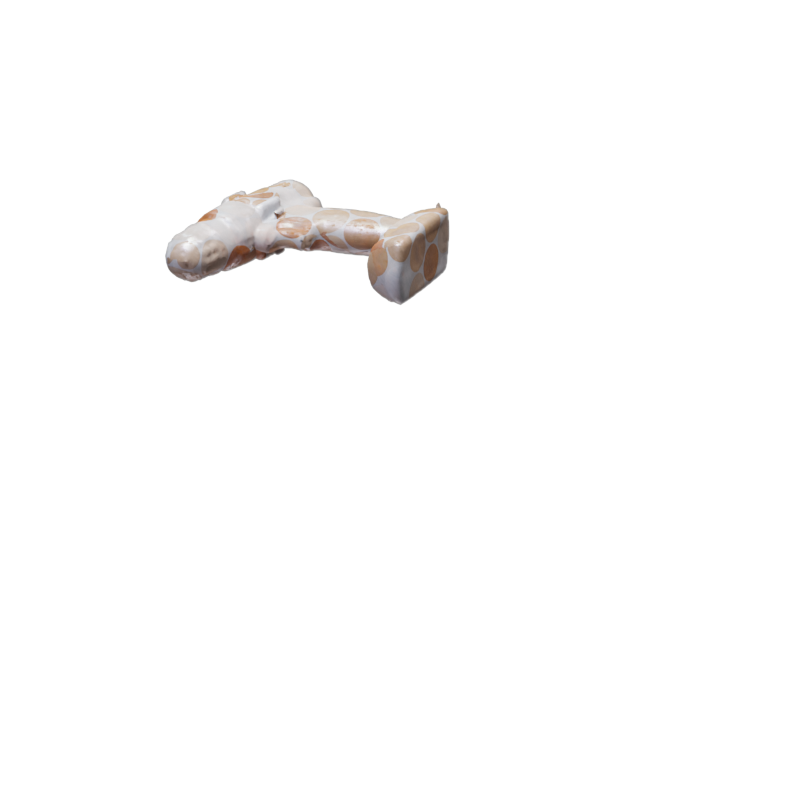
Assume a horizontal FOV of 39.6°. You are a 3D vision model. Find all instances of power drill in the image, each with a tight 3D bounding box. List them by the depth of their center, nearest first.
[{"bbox_3d":[-0.069,-0.126,0.880,0.196,0.054,0.187,14,31,24],"label":"power drill"}]
